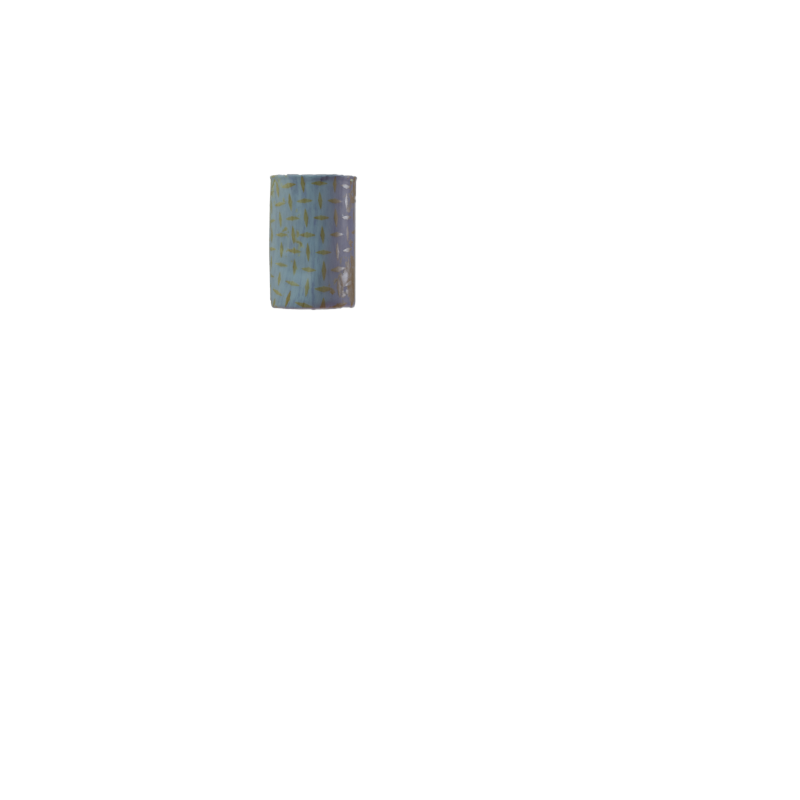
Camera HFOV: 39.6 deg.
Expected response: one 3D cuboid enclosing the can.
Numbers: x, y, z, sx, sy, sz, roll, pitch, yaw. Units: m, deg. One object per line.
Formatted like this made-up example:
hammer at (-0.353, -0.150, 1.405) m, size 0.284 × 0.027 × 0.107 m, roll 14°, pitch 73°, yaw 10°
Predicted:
can at (-0.067, -0.123, 0.860) m, size 0.068 × 0.102 × 0.069 m, roll 0°, pitch 2°, yaw -2°
